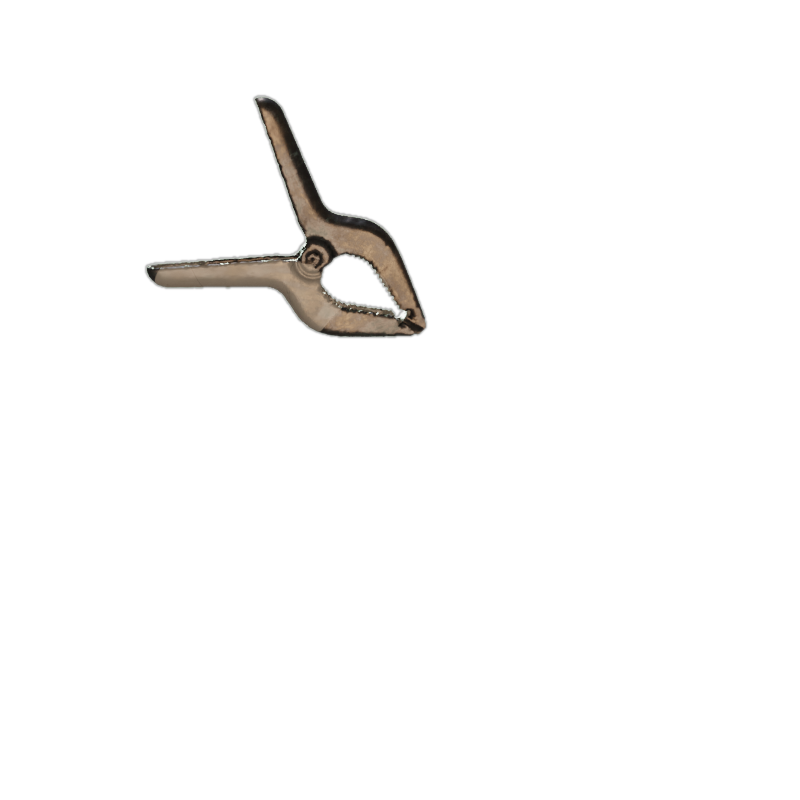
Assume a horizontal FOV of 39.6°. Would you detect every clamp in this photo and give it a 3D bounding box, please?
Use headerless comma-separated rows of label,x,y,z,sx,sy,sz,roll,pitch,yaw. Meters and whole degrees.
clamp,-0.066,-0.120,0.840,0.208,0.162,0.037,26,9,-5
